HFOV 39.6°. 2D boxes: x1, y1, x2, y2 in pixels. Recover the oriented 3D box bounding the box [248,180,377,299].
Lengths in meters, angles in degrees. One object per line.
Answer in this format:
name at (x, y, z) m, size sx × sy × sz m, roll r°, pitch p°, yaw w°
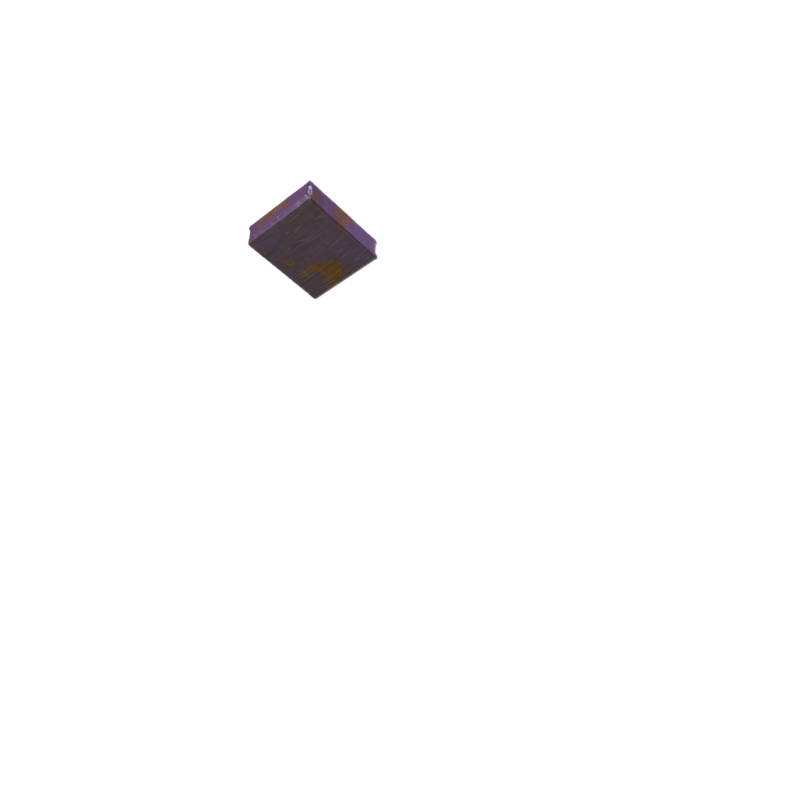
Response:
box at (-0.075, -0.136, 0.956) m, size 0.073 × 0.032 × 0.084 m, roll -34°, pitch -56°, yaw 26°
